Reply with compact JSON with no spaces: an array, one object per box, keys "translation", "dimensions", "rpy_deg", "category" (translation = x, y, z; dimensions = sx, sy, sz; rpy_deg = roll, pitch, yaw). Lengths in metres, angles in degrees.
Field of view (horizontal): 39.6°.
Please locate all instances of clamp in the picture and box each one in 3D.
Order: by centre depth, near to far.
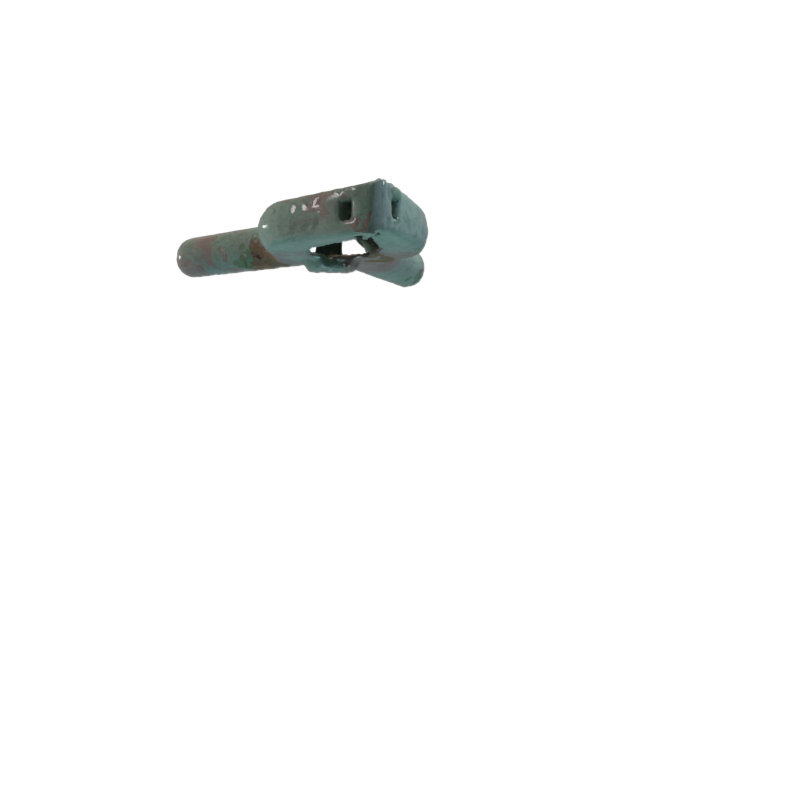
[{"translation":[-0.051,-0.093,0.650],"dimensions":[0.163,0.037,0.209],"rpy_deg":[0,-2,-8],"category":"clamp"}]
